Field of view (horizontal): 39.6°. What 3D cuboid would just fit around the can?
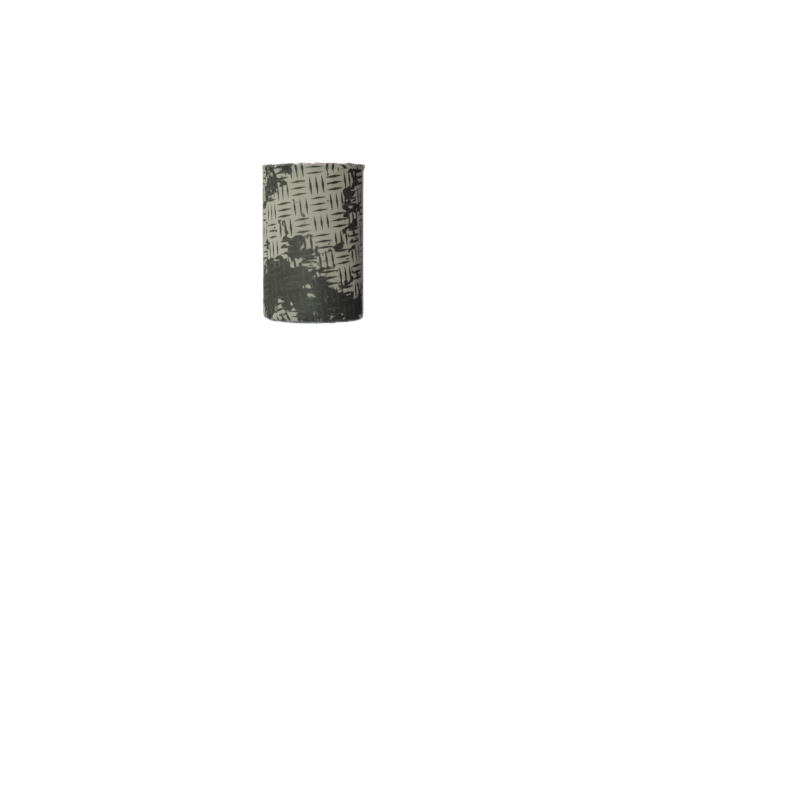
[{"bbox_3d":[-0.057,-0.105,0.732,0.068,0.102,0.069,0,4,-2],"label":"can"}]
